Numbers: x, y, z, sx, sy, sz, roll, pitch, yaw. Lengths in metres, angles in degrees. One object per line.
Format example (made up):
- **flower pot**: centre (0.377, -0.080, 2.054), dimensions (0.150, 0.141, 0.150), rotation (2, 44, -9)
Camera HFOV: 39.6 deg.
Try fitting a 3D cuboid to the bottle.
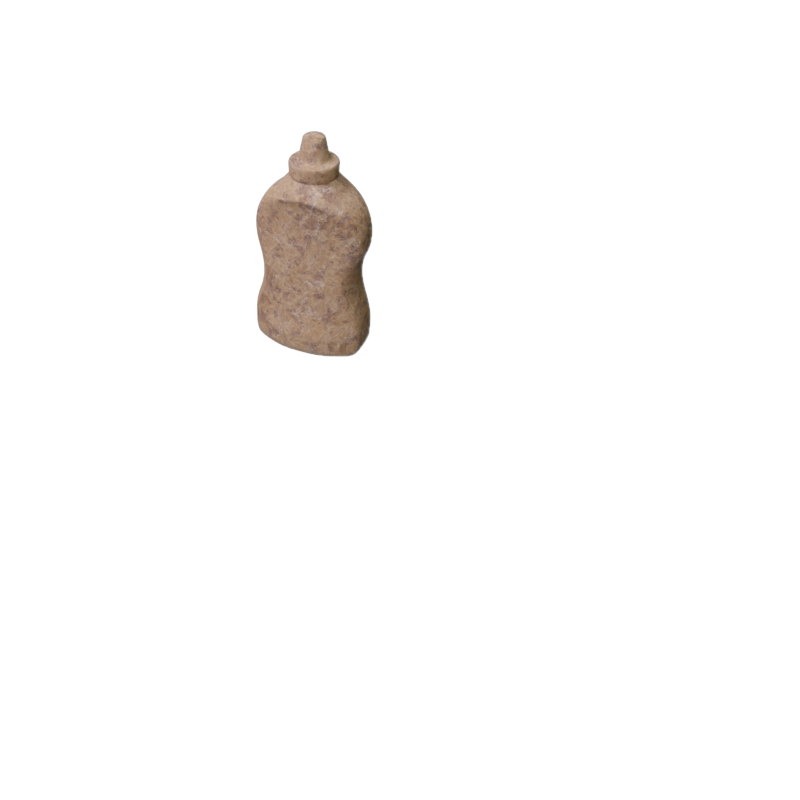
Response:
- **bottle**: centre (-0.071, -0.130, 0.912), dimensions (0.100, 0.180, 0.060), rotation (16, 36, 20)
